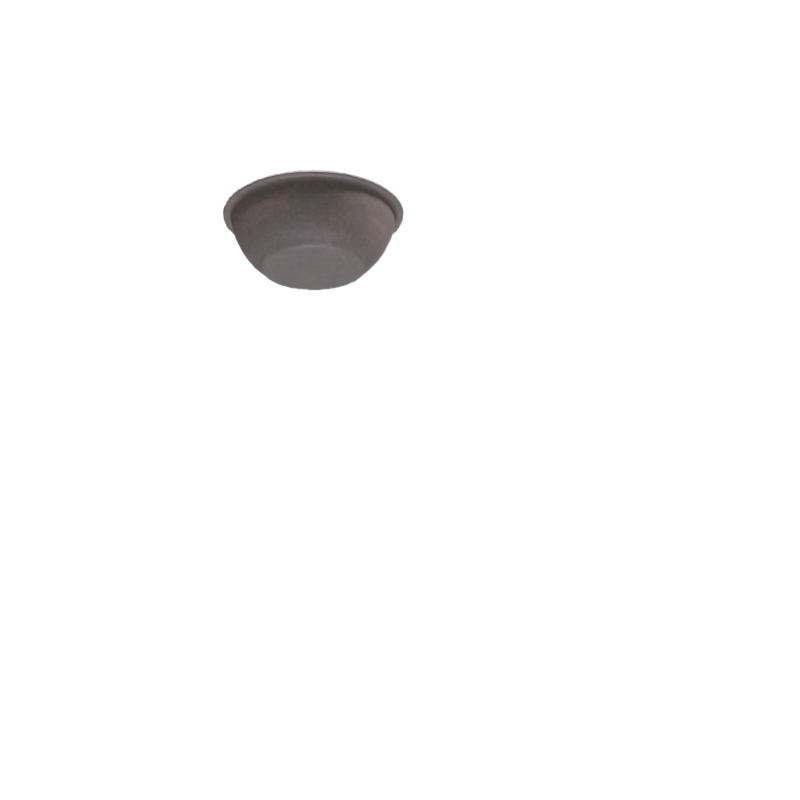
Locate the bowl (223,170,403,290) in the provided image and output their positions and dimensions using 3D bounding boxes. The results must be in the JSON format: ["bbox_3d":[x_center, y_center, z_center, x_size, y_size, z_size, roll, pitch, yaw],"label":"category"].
[{"bbox_3d":[-0.077,-0.140,0.982,0.162,0.058,0.154,1,-20,-2],"label":"bowl"}]
